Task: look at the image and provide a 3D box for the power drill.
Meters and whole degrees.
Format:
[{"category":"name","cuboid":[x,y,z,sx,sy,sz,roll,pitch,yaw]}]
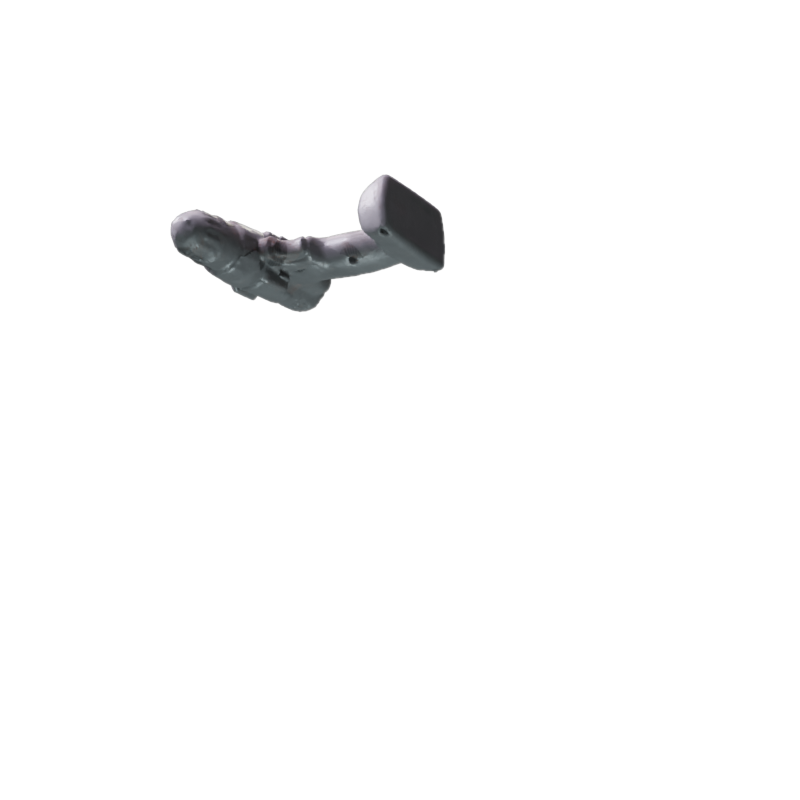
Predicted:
[{"category":"power drill","cuboid":[-0.072,-0.132,0.922,0.191,0.060,0.173,-9,-17,32]}]
